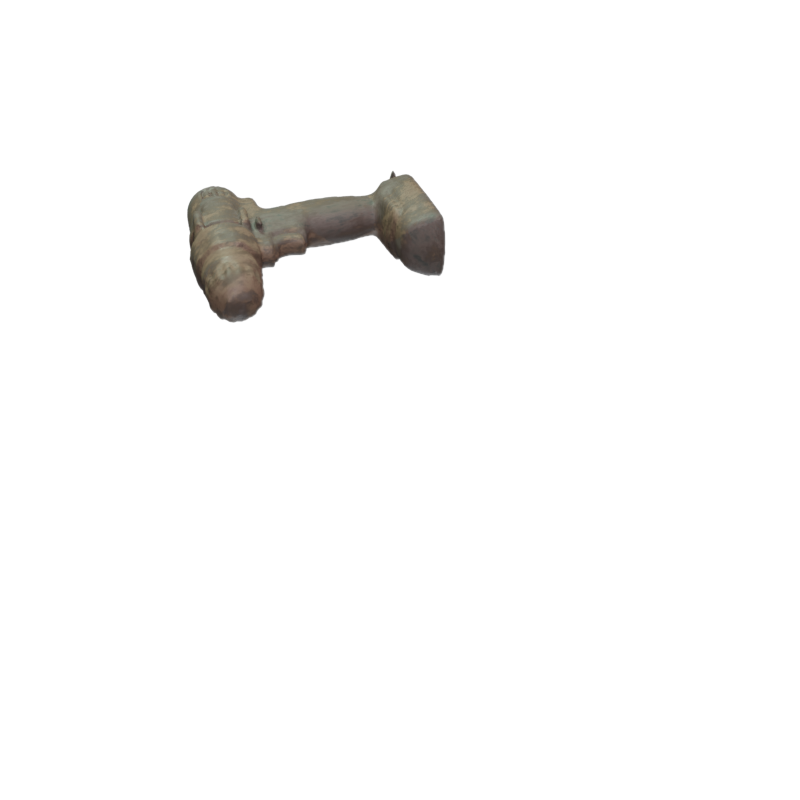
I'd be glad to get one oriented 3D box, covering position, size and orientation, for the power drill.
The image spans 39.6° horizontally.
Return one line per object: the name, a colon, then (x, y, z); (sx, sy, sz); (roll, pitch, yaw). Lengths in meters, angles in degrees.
power drill: (-0.065, -0.119, 0.836); (0.185, 0.054, 0.198); (-6, 32, -11)
